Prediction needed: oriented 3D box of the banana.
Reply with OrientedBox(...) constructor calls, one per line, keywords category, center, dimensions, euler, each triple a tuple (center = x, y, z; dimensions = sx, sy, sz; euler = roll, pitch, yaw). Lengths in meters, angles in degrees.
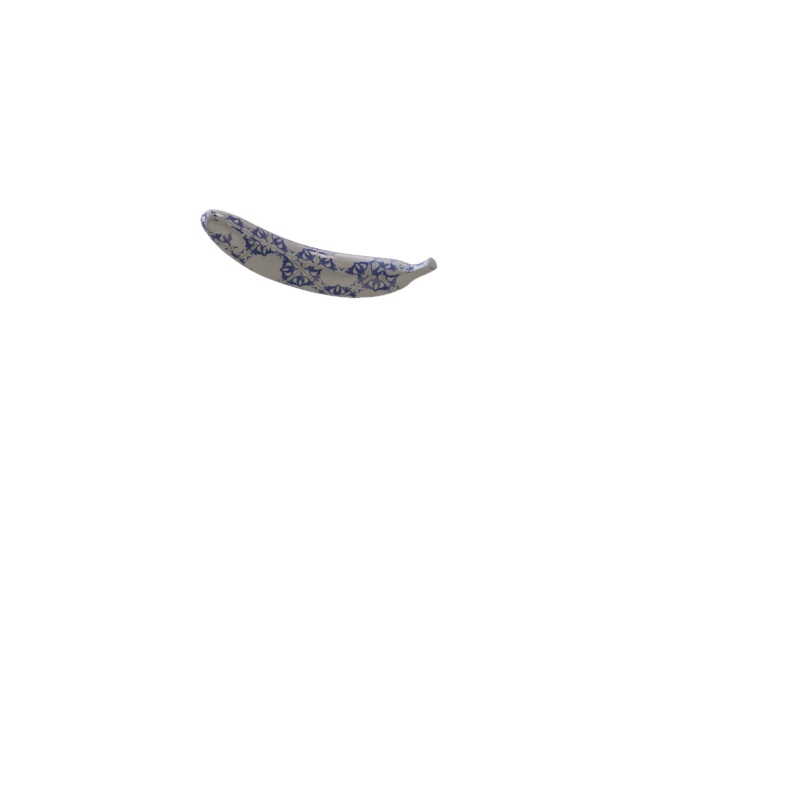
OrientedBox(category="banana", center=(-0.073, -0.119, 0.925), dimensions=(0.194, 0.039, 0.066), euler=(10, -41, -11))
